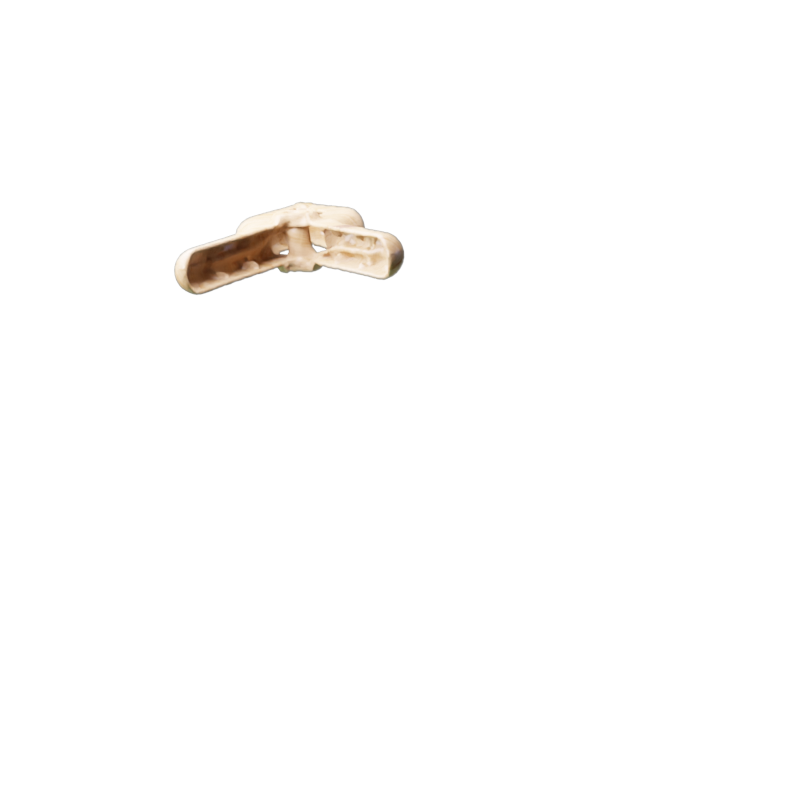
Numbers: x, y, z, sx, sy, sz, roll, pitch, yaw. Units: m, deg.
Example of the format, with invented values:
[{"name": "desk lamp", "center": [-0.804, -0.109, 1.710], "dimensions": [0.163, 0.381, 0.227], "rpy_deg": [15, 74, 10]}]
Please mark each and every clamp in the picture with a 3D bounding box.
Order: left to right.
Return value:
[{"name": "clamp", "center": [-0.051, -0.092, 0.646], "dimensions": [0.122, 0.038, 0.176], "rpy_deg": [3, 20, 8]}]
